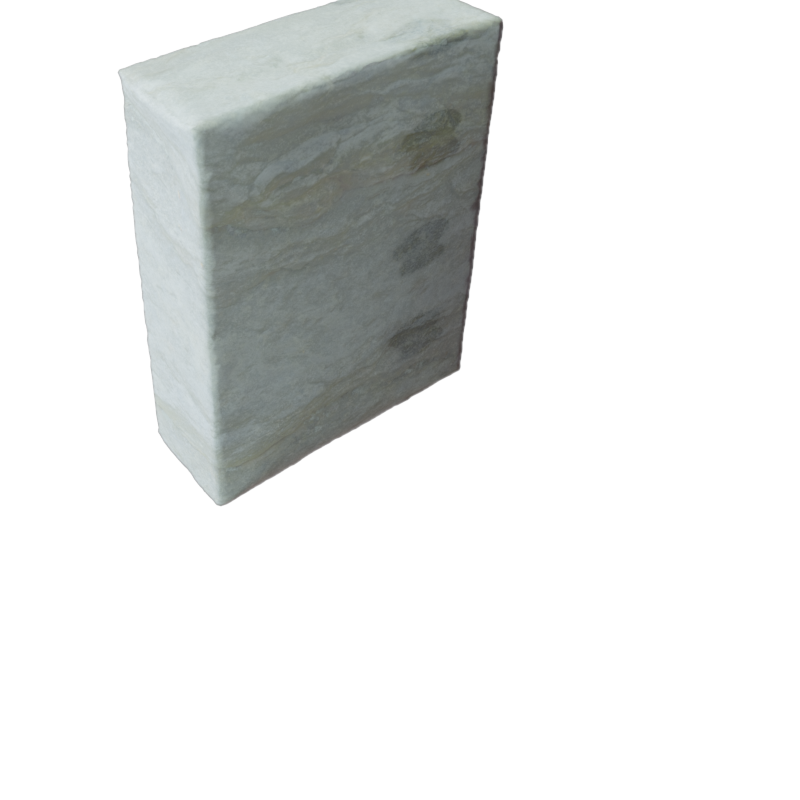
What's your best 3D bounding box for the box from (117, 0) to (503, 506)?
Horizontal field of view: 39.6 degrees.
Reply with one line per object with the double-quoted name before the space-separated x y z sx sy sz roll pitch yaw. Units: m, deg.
"box" -0.042 -0.076 0.532 0.163 0.200 0.077 -27 48 -31
